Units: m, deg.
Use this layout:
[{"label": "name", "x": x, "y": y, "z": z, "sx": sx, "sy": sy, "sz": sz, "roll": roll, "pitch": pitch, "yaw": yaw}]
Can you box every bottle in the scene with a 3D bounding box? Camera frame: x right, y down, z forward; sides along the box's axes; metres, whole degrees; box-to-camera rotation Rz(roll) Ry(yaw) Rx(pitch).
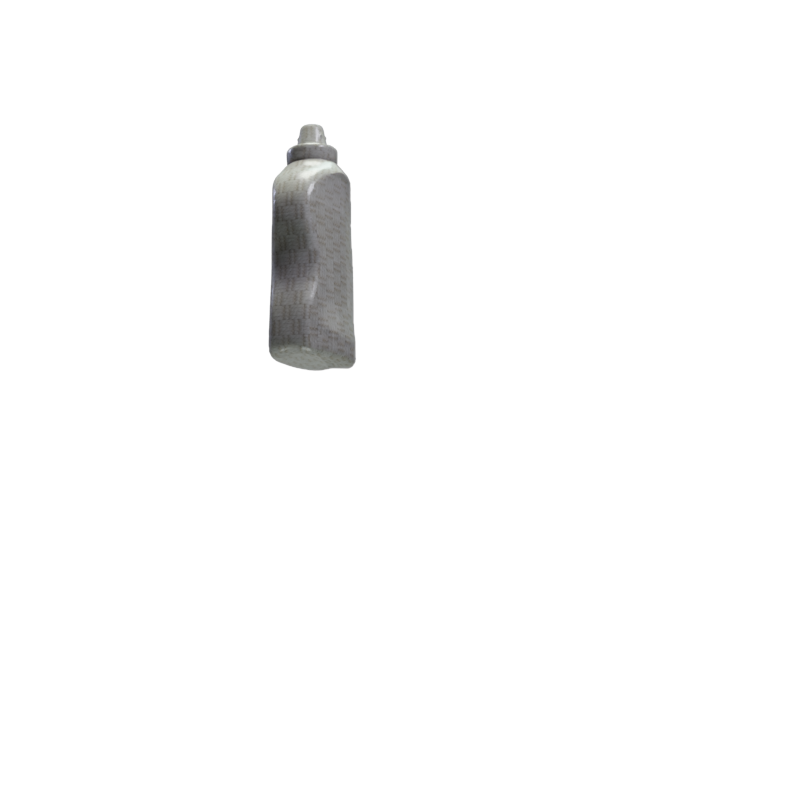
[{"label": "bottle", "x": -0.068, "y": -0.124, "z": 0.868, "sx": 0.060, "sy": 0.199, "sz": 0.091, "roll": -7, "pitch": -15, "yaw": 21}]
